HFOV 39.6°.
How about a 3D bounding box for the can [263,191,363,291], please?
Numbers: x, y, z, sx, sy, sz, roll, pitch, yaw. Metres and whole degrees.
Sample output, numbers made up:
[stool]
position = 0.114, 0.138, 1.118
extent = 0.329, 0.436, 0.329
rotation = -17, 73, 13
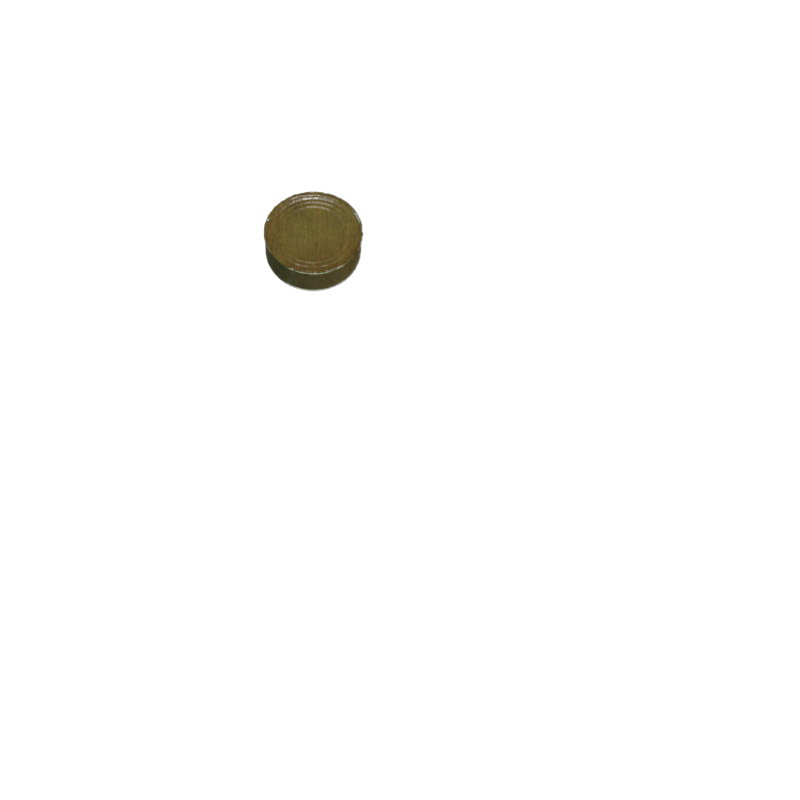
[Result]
[can]
position = -0.076, -0.138, 0.968
extent = 0.086, 0.092, 0.031
rotation = -1, -32, -1
